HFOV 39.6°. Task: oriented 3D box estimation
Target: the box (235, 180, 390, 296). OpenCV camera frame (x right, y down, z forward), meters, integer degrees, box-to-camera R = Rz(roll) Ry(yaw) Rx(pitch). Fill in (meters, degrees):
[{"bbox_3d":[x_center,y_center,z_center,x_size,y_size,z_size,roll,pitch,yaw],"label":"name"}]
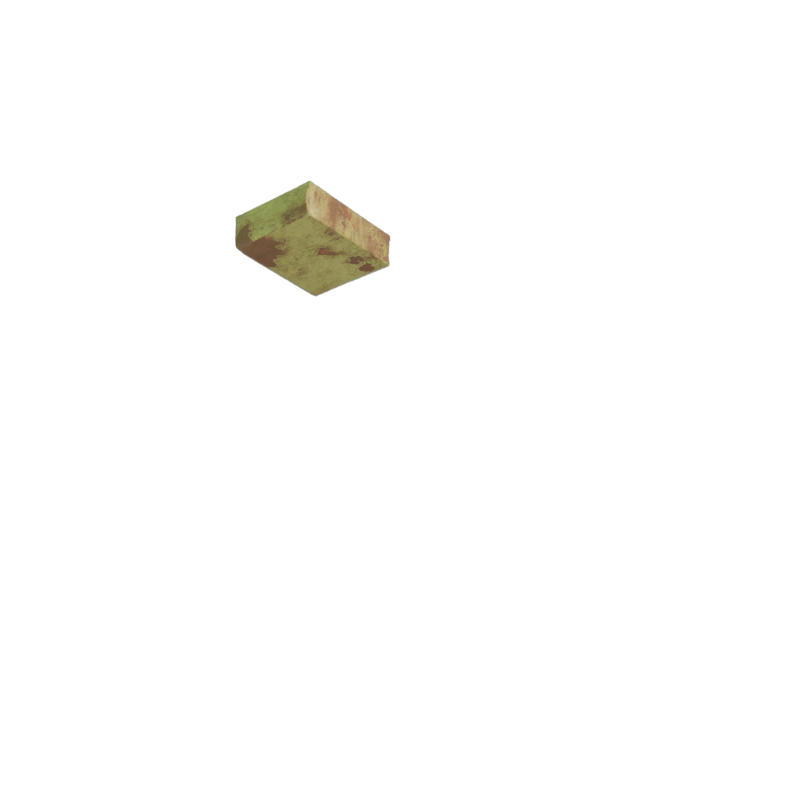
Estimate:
[{"bbox_3d":[-0.077,-0.140,0.981,0.090,0.041,0.106,-20,-33,35],"label":"box"}]
